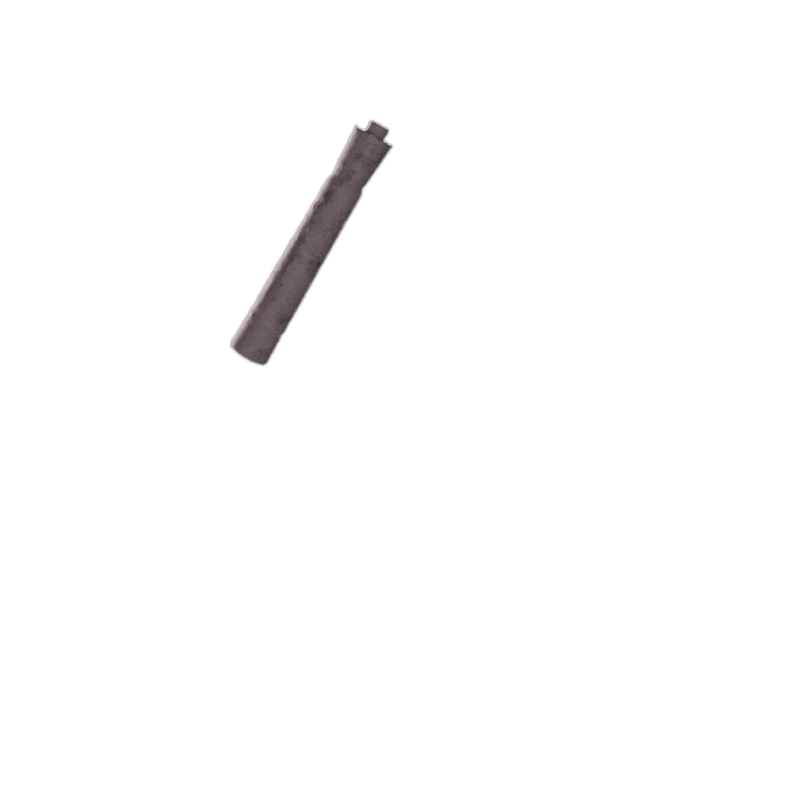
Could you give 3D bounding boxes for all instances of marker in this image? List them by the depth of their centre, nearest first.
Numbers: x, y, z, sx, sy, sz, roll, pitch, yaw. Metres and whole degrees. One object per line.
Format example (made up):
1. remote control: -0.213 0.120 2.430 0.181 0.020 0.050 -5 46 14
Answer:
1. marker: -0.039 -0.072 0.502 0.019 0.120 0.020 30 7 -8
